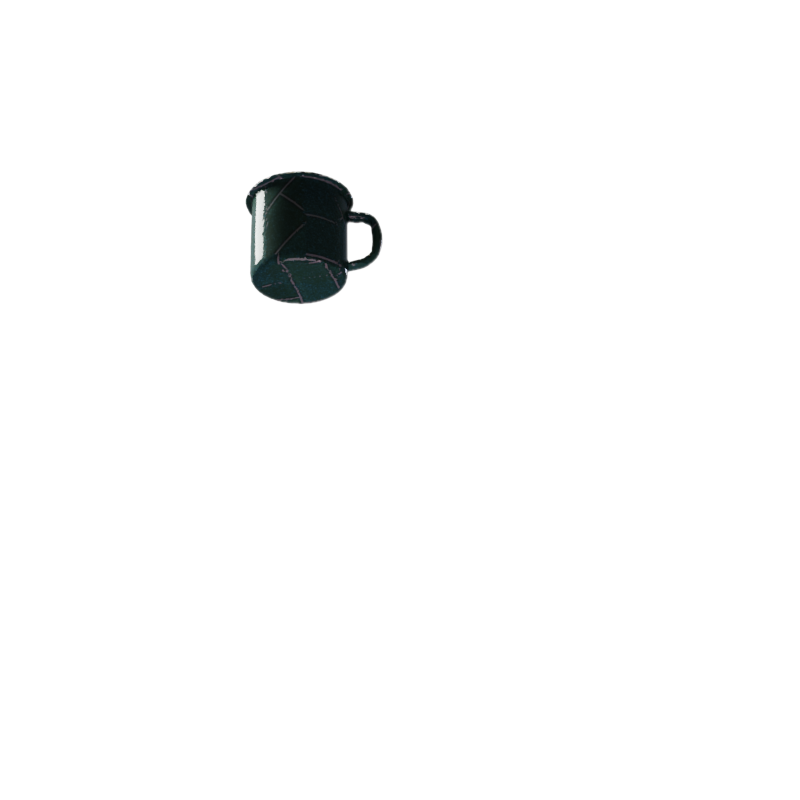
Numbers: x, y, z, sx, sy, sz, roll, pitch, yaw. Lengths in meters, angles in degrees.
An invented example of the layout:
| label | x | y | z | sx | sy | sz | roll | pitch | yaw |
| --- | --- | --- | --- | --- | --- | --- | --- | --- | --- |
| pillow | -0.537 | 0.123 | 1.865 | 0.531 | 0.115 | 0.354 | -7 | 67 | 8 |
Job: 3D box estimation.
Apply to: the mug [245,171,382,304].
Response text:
| label | x | y | z | sx | sy | sz | roll | pitch | yaw |
| --- | --- | --- | --- | --- | --- | --- | --- | --- | --- |
| mug | -0.074 | -0.134 | 0.941 | 0.117 | 0.087 | 0.088 | 1 | -28 | -4 |
